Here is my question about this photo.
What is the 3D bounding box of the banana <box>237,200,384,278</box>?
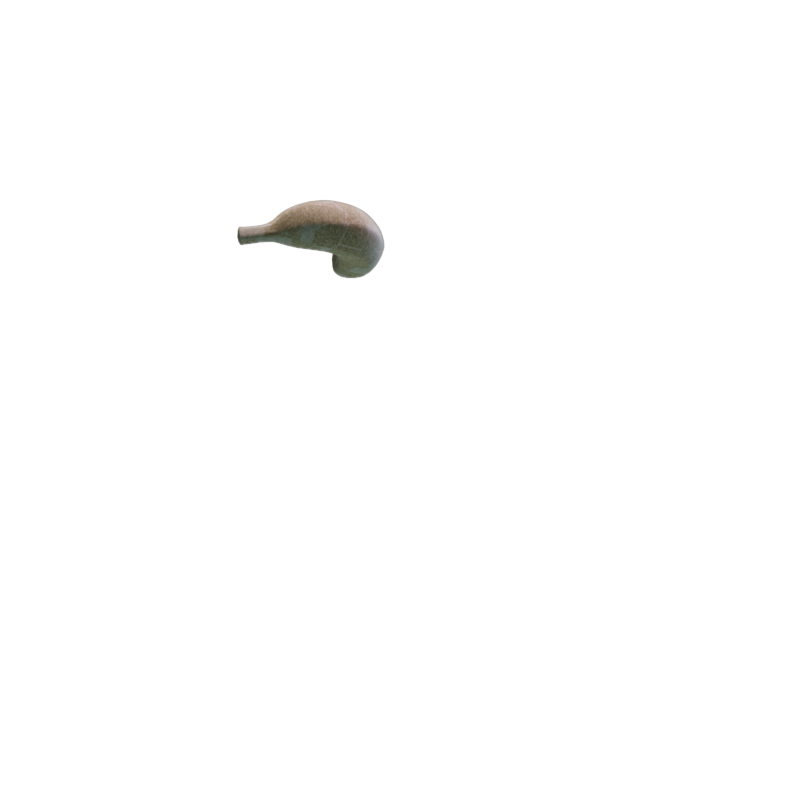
[{"bbox_3d":[-0.047,-0.117,0.804,0.071,0.037,0.190,-2,-3,19],"label":"banana"}]
